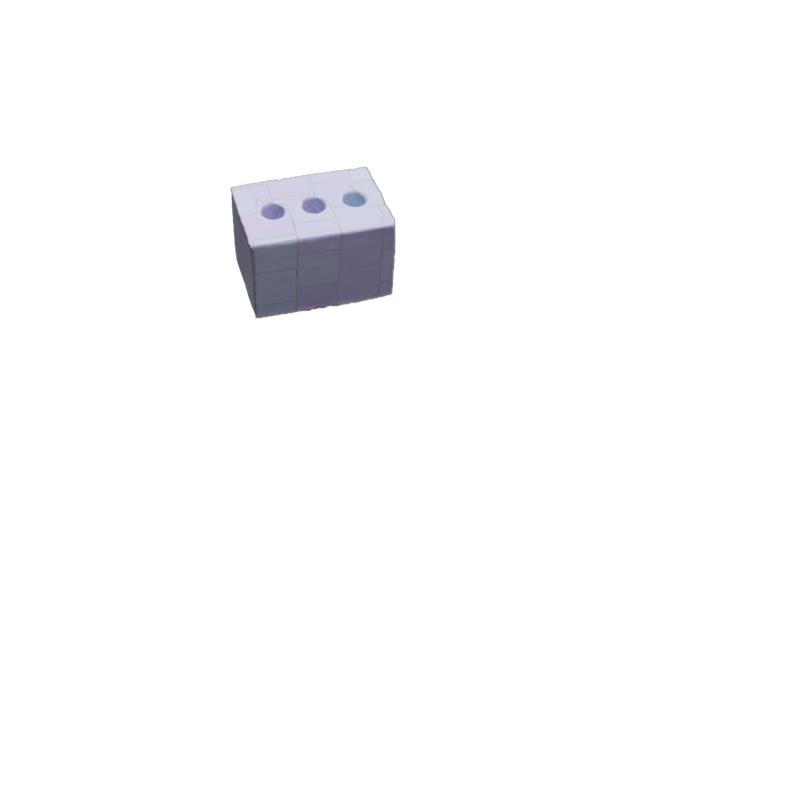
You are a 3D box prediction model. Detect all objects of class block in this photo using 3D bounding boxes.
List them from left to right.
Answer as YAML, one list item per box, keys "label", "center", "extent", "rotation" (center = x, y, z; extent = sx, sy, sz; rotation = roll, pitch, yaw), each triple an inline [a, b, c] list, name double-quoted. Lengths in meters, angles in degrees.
- label: "block"
  center: [-0.046, -0.084, 0.587]
  extent: [0.077, 0.048, 0.057]
  rotation: [-11, 45, -12]
